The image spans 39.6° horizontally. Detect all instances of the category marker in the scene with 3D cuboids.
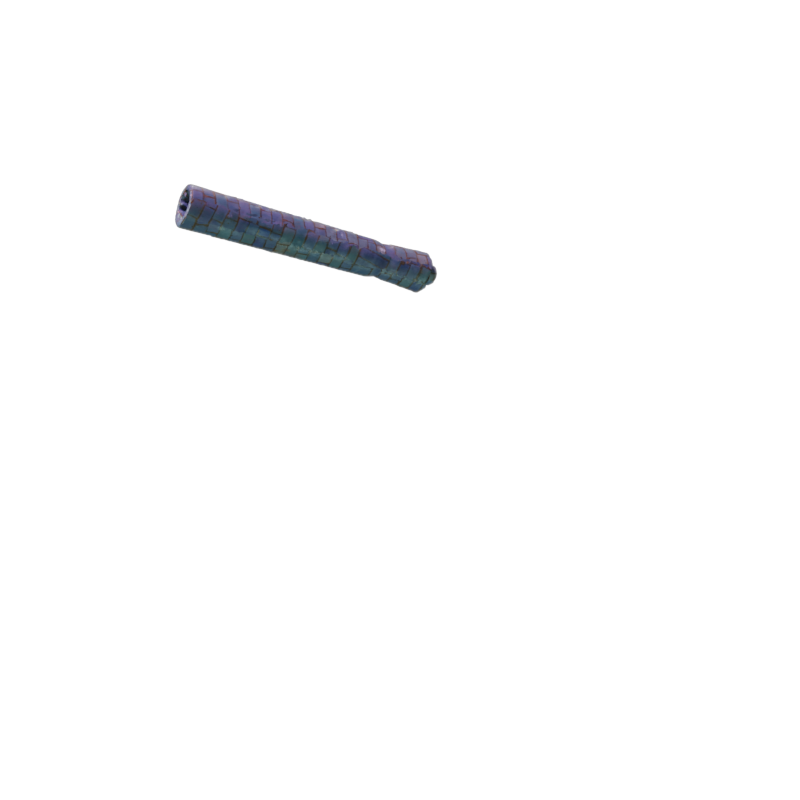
[{"bbox_3d":[-0.038,-0.068,0.480,0.116,0.020,0.020,13,-2,-23],"label":"marker"}]
